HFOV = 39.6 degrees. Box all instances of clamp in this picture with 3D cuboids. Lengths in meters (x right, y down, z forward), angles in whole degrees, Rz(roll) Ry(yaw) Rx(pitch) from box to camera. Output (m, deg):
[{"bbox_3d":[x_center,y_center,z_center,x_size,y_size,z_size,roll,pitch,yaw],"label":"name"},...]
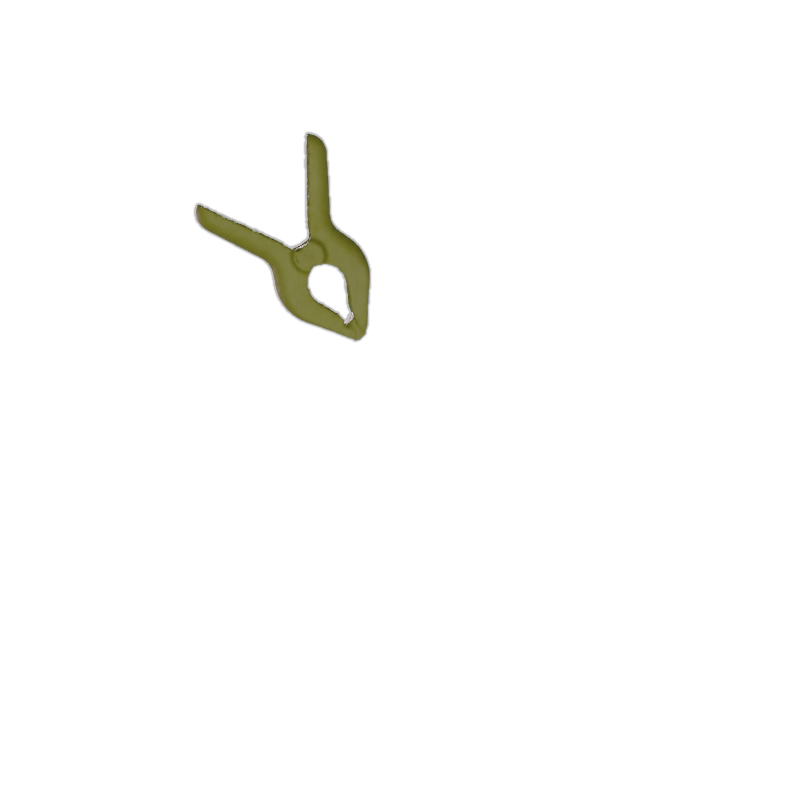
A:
[{"bbox_3d":[-0.071,-0.130,0.910,0.119,0.168,0.040,-41,8,7],"label":"clamp"}]
